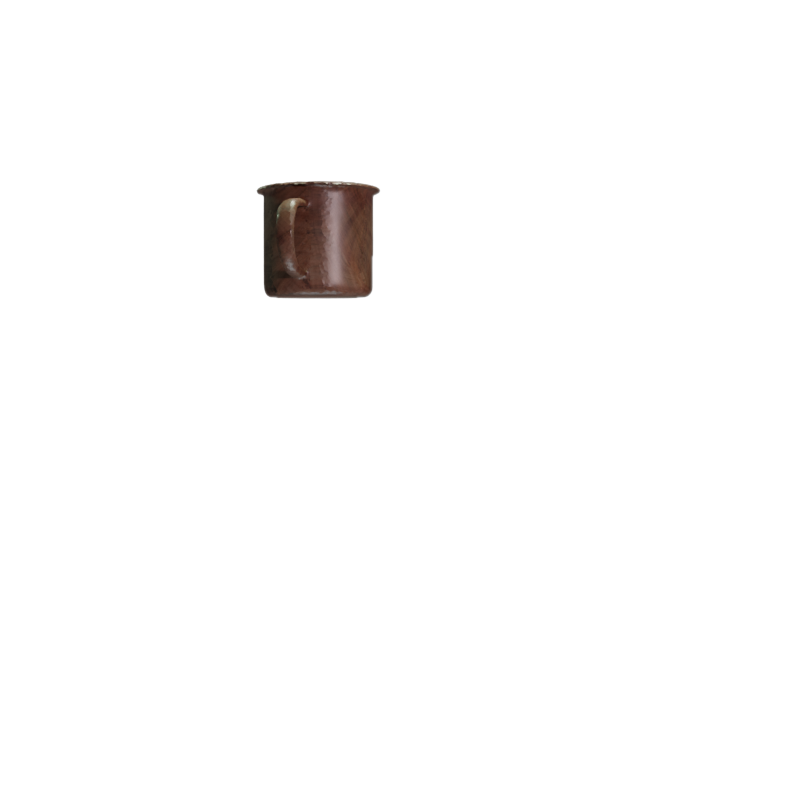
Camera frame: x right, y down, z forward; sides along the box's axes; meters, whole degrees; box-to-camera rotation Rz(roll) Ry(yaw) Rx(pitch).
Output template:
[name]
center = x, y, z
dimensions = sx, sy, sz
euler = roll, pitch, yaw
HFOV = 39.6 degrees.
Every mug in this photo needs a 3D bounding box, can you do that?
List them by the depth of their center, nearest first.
[mug]
center = -0.064, -0.117, 0.820
dimensions = 0.095, 0.082, 0.114
euler = 0, 0, 15
